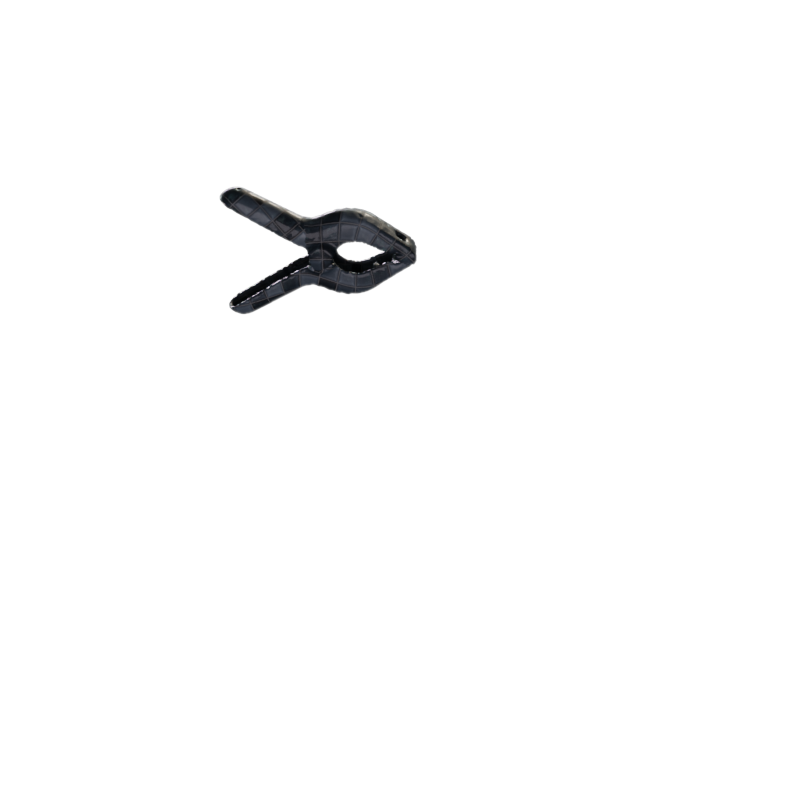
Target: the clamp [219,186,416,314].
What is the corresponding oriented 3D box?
[{"bbox_3d":[-0.074,-0.135,0.947,0.172,0.112,0.042,-8,37,6],"label":"clamp"}]
